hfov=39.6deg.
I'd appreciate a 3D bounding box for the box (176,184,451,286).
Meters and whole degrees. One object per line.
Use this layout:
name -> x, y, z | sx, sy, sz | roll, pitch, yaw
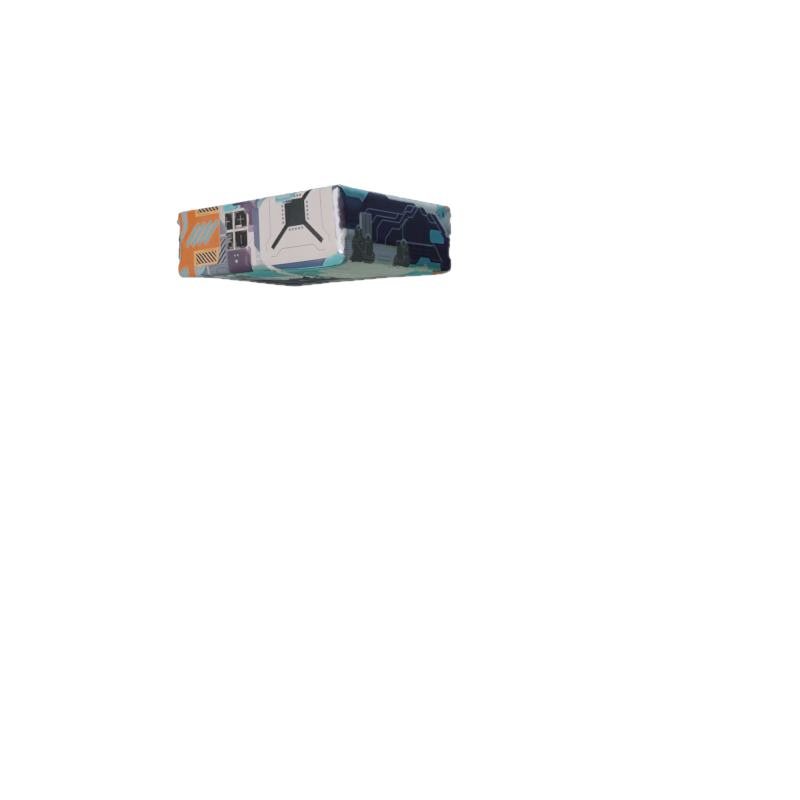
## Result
box -> -0.044, -0.081, 0.566 | 0.118, 0.039, 0.086 | 1, 2, 39
